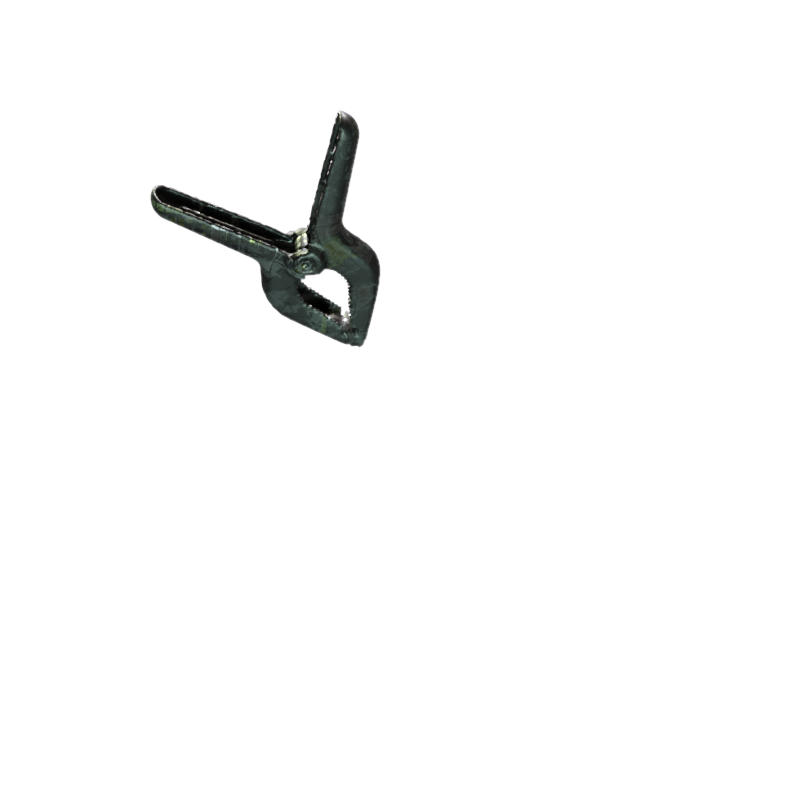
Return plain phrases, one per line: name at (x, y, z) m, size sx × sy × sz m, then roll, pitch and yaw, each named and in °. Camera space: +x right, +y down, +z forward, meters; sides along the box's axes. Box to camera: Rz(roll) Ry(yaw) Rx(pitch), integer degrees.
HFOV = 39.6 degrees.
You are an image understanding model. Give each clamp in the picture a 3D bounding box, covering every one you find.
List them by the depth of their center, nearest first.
clamp at (-0.066, -0.121, 0.849) m, size 0.165 × 0.039 × 0.195 m, roll -24°, pitch -51°, yaw 20°
